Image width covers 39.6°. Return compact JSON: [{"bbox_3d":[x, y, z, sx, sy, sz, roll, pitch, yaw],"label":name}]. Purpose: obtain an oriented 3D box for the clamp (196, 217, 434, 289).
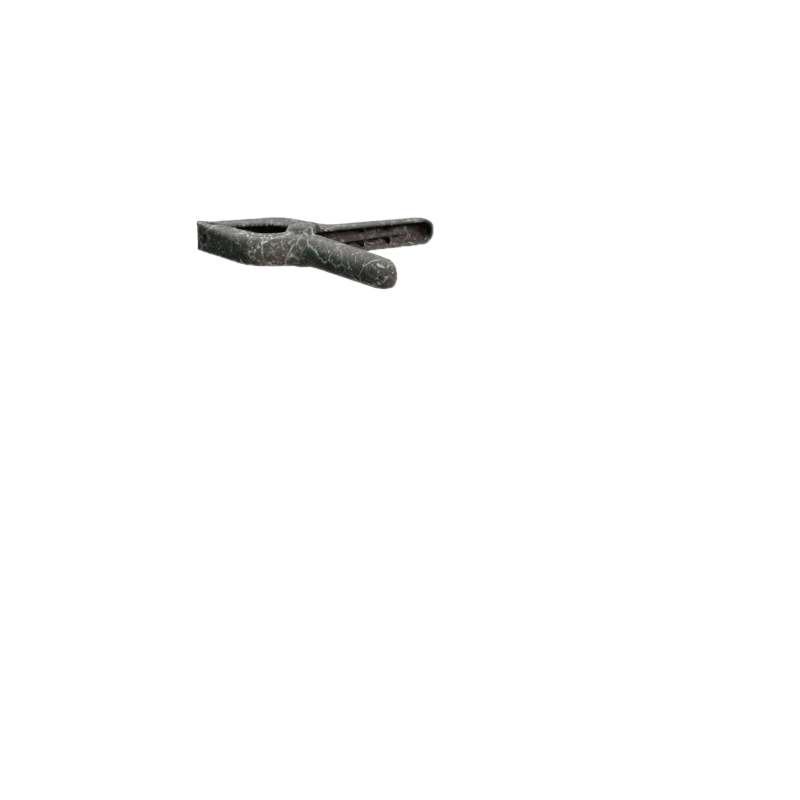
[{"bbox_3d":[-0.077,-0.141,0.984,0.217,0.035,0.166,8,22,21],"label":"clamp"}]
